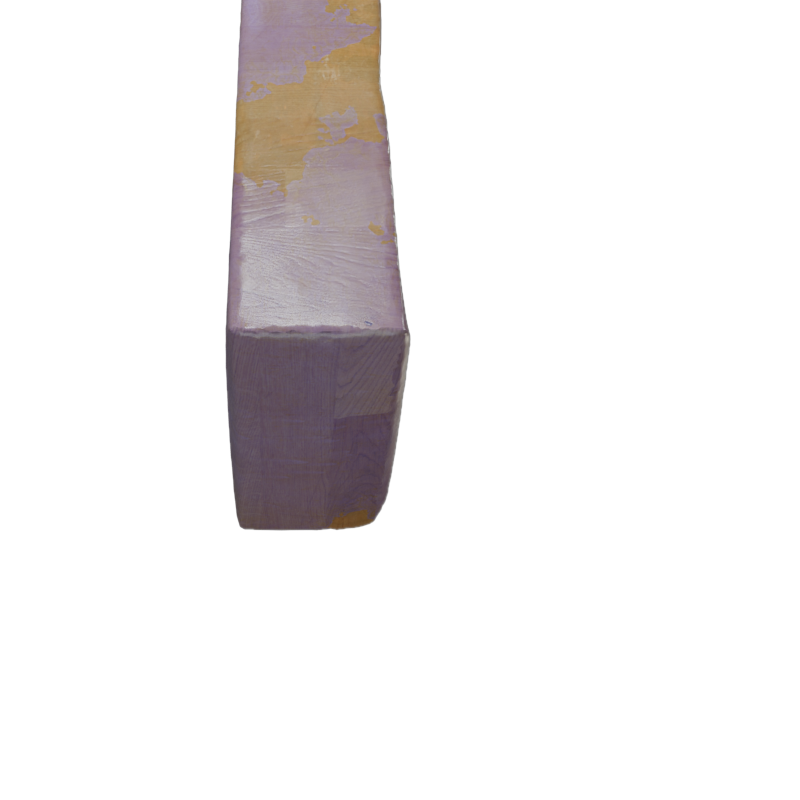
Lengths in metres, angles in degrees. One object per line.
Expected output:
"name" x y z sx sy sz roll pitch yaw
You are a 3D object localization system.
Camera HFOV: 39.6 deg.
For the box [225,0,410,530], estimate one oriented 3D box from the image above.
"box" -0.040 -0.073 0.510 0.071 0.229 0.154 1 -36 -5
